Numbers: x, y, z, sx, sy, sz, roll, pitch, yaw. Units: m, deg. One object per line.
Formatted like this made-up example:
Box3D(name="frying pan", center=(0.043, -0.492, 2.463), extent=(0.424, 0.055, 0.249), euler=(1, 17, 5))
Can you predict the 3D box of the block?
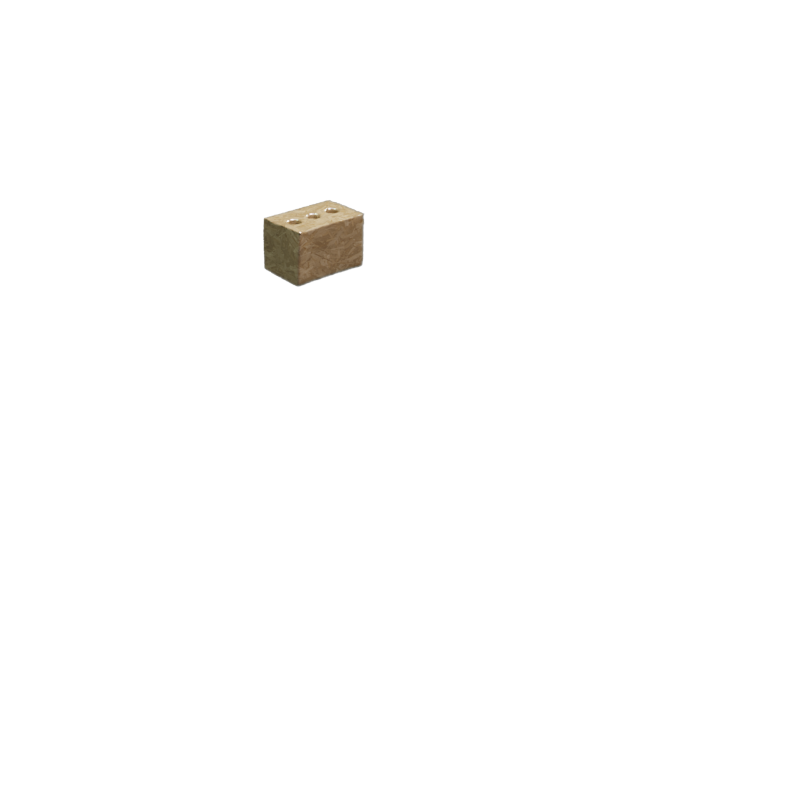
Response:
Box3D(name="block", center=(-0.078, -0.142, 0.997), extent=(0.077, 0.049, 0.056), euler=(-22, 34, -37))
